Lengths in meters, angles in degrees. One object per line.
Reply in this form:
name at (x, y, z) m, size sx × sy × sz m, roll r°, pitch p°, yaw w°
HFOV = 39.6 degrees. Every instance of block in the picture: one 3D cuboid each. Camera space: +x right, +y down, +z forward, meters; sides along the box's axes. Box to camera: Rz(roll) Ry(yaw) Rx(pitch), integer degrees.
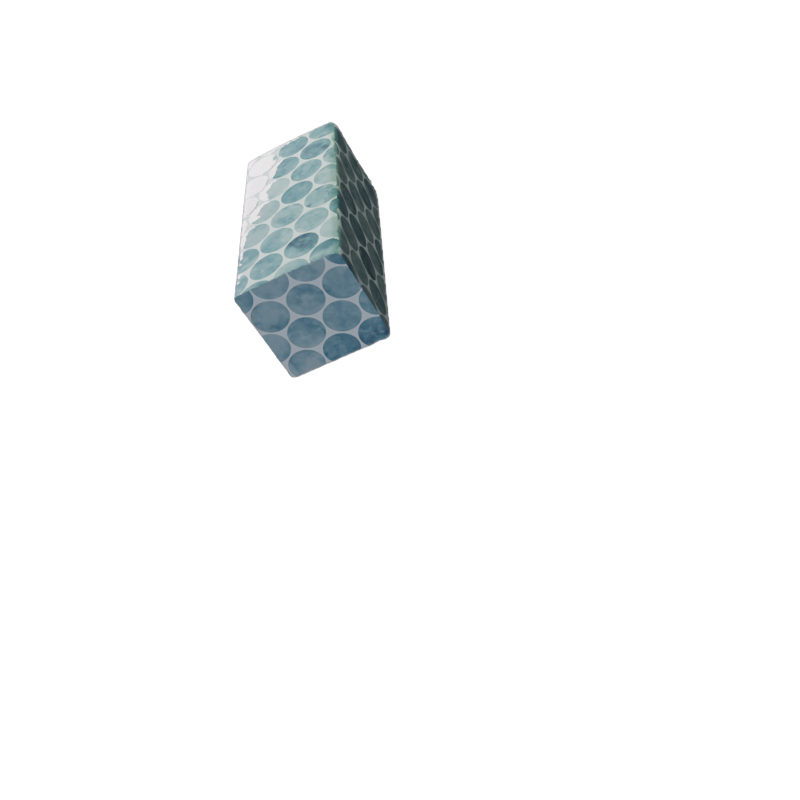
block at (-0.071, -0.131, 0.911) m, size 0.090 × 0.084 × 0.221 m, roll -24°, pitch 36°, yaw 14°
